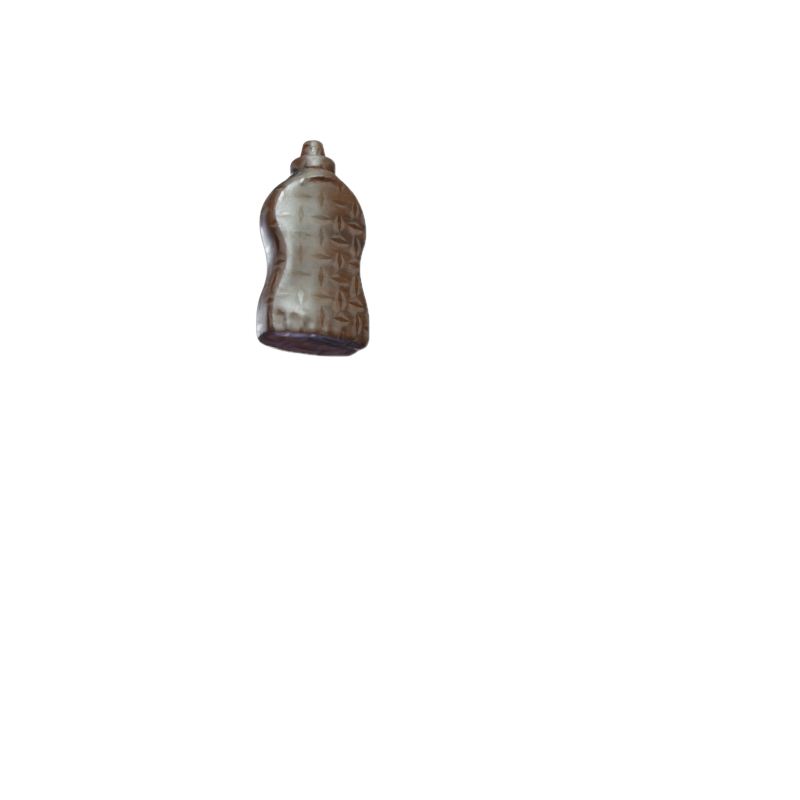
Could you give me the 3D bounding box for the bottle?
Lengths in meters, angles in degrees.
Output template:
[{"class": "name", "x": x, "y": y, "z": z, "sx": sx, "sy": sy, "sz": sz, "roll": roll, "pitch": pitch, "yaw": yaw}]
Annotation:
[{"class": "bottle", "x": -0.076, "y": -0.138, "z": 0.966, "sx": 0.093, "sy": 0.201, "sz": 0.058, "roll": 8, "pitch": -22, "yaw": -24}]
